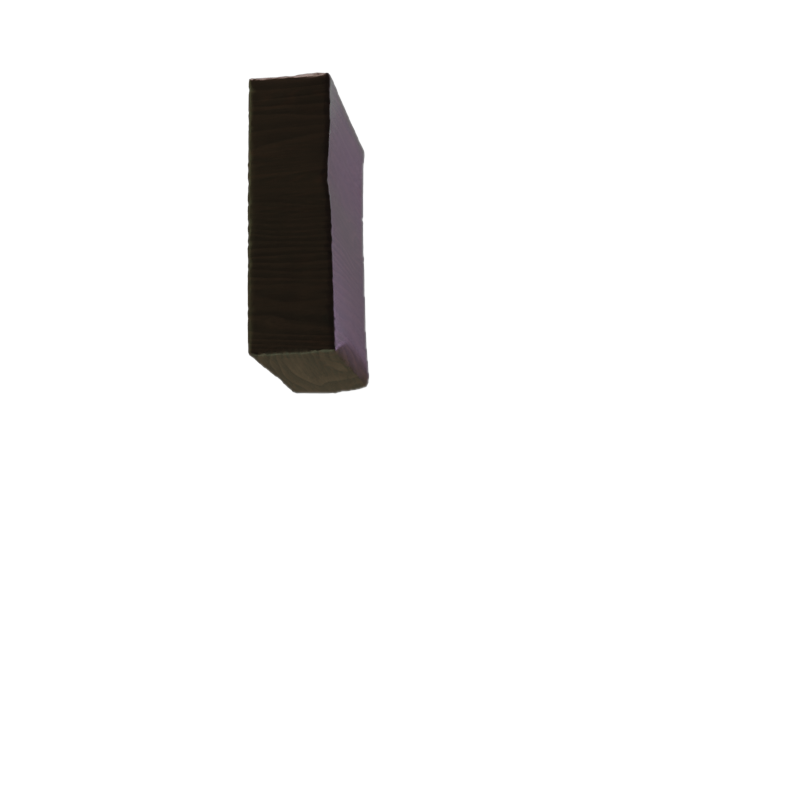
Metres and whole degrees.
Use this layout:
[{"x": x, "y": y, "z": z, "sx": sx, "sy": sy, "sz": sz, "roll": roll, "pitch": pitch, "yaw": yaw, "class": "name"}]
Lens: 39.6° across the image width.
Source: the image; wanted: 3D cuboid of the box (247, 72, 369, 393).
[{"x": -0.068, "y": -0.124, "z": 0.866, "sx": 0.072, "sy": 0.222, "sz": 0.156, "roll": -3, "pitch": -15, "yaw": 7, "class": "box"}]
